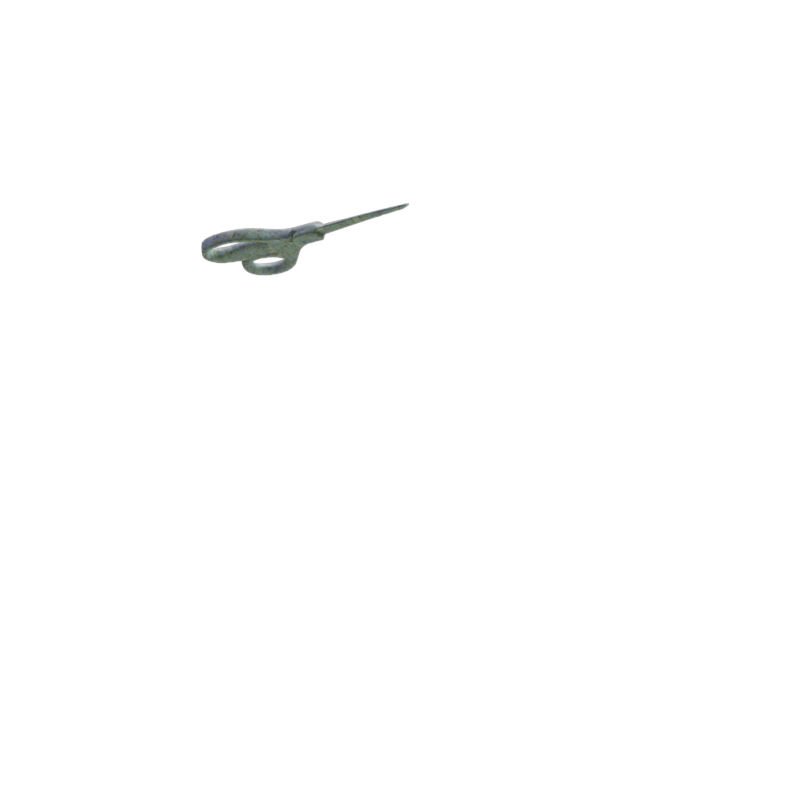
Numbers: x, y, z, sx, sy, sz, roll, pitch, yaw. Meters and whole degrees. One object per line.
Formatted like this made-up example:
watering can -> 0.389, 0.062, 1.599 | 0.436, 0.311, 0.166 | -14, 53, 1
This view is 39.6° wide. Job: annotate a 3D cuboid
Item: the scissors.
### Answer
scissors -> -0.076, -0.139, 0.975 | 0.205, 0.016, 0.090 | -5, -16, 19
